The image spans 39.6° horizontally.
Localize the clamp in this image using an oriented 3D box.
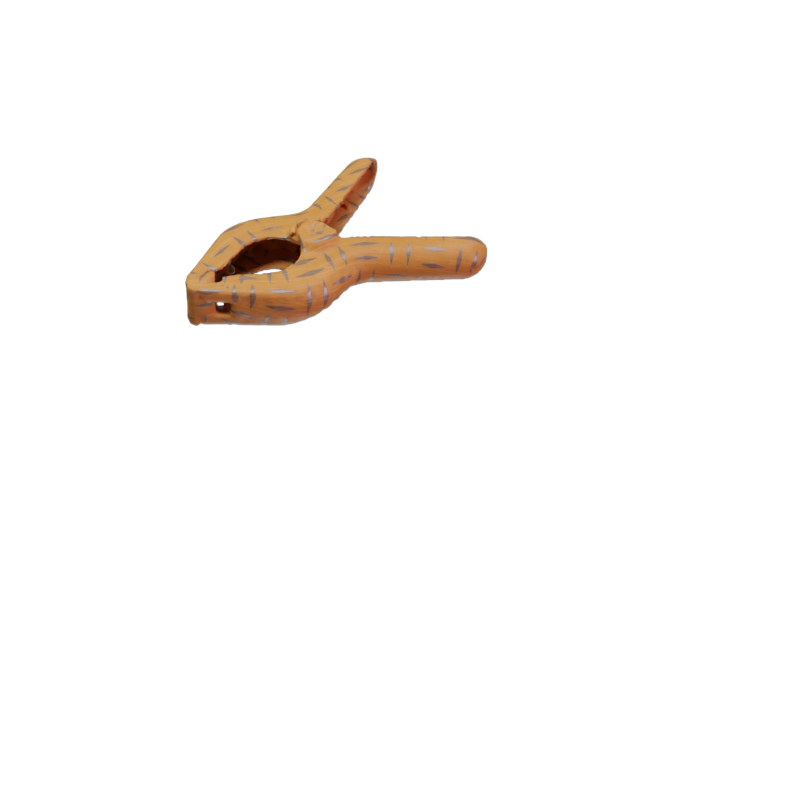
[{"bbox_3d":[-0.050,-0.092,0.642,0.169,0.037,0.130,-16,39,-21],"label":"clamp"}]
